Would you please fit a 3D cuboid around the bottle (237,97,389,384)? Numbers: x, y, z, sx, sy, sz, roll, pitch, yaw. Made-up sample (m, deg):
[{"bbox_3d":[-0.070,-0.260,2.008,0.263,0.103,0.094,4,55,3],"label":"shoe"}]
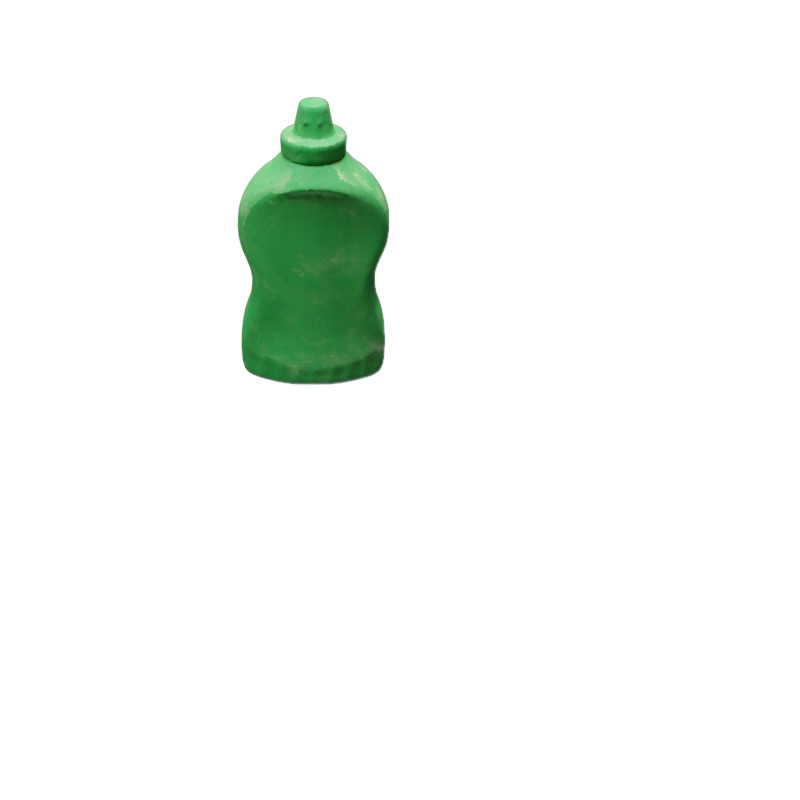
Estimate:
[{"bbox_3d":[-0.056,-0.102,0.712,0.096,0.180,0.062,2,32,0],"label":"bottle"}]
